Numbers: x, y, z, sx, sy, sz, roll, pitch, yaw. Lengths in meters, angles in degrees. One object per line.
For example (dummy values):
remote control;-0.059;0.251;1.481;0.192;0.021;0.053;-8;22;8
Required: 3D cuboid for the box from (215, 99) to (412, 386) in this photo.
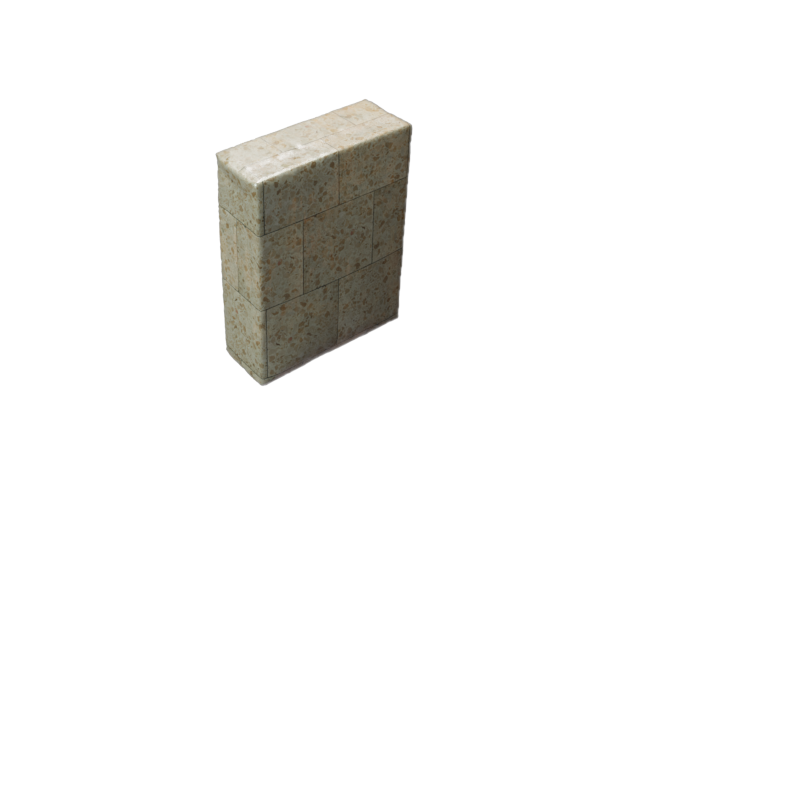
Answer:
box;-0.077;-0.140;0.978;0.163;0.200;0.077;-27;46;-31
